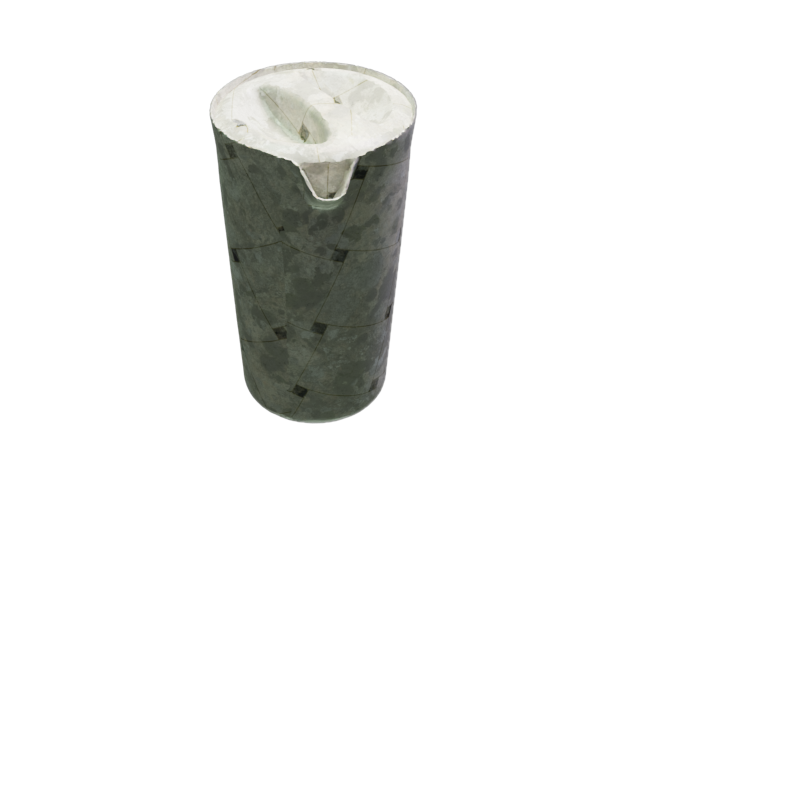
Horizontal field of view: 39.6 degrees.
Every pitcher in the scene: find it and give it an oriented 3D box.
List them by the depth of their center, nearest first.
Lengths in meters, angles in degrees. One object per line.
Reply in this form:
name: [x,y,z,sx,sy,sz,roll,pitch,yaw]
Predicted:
pitcher: [-0.061,-0.112,0.786,0.153,0.227,0.151,25,44,26]
